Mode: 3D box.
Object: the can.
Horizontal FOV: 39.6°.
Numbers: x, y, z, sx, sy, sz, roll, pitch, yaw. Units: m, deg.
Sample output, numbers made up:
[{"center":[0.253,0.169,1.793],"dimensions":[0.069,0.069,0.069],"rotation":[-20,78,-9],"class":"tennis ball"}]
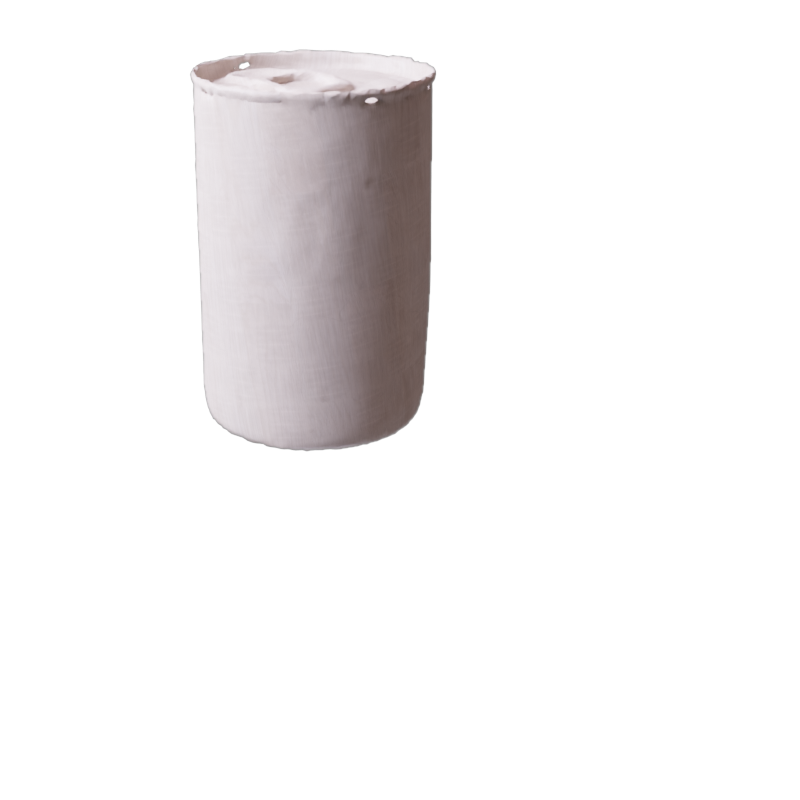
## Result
[{"center":[-0.025,-0.046,0.323],"dimensions":[0.068,0.098,0.072],"rotation":[0,22,-2],"class":"can"}]
